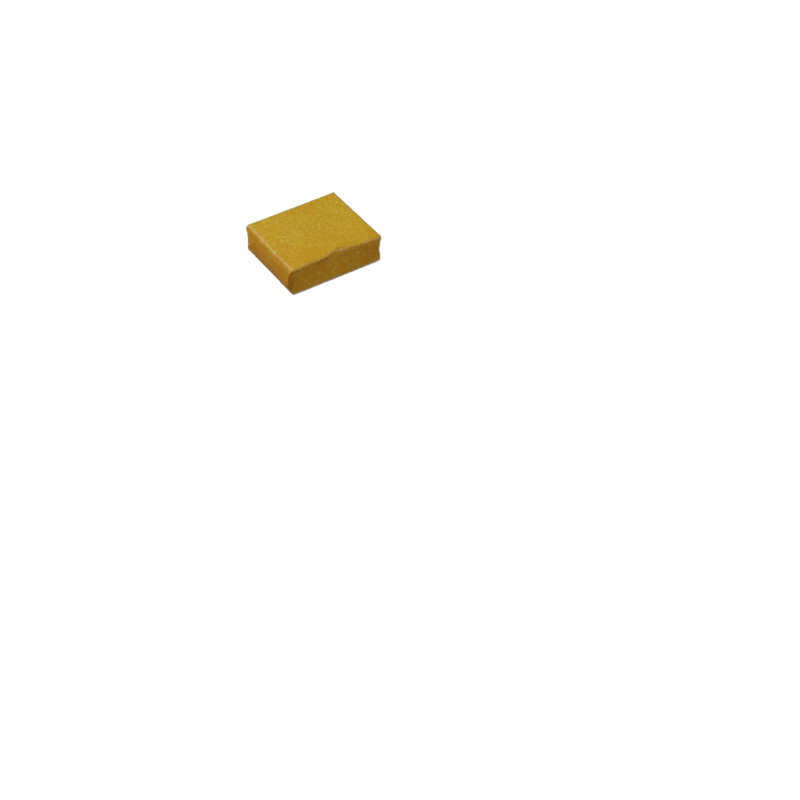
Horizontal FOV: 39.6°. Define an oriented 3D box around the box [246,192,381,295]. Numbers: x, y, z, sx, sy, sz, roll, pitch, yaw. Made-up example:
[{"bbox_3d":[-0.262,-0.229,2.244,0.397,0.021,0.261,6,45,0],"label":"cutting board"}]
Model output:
[{"bbox_3d":[-0.072,-0.131,0.918,0.089,0.028,0.079,-24,48,-24],"label":"box"}]
